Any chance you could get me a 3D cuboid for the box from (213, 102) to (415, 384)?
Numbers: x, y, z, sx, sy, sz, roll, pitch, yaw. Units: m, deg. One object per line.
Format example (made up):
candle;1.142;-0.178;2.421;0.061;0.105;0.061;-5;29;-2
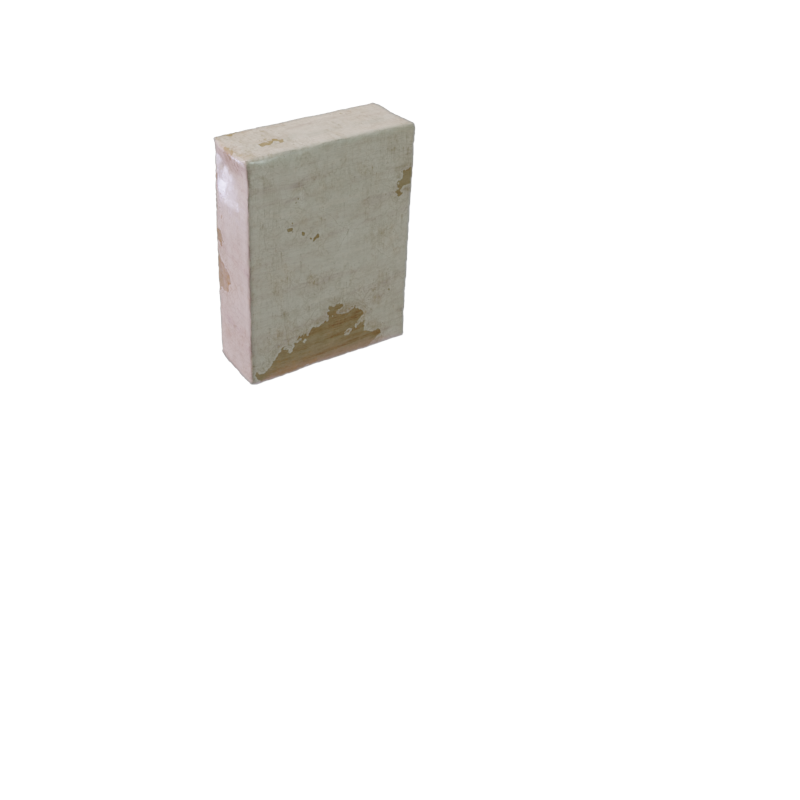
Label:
box;-0.076;-0.138;0.969;0.162;0.201;0.077;-18;35;-29
